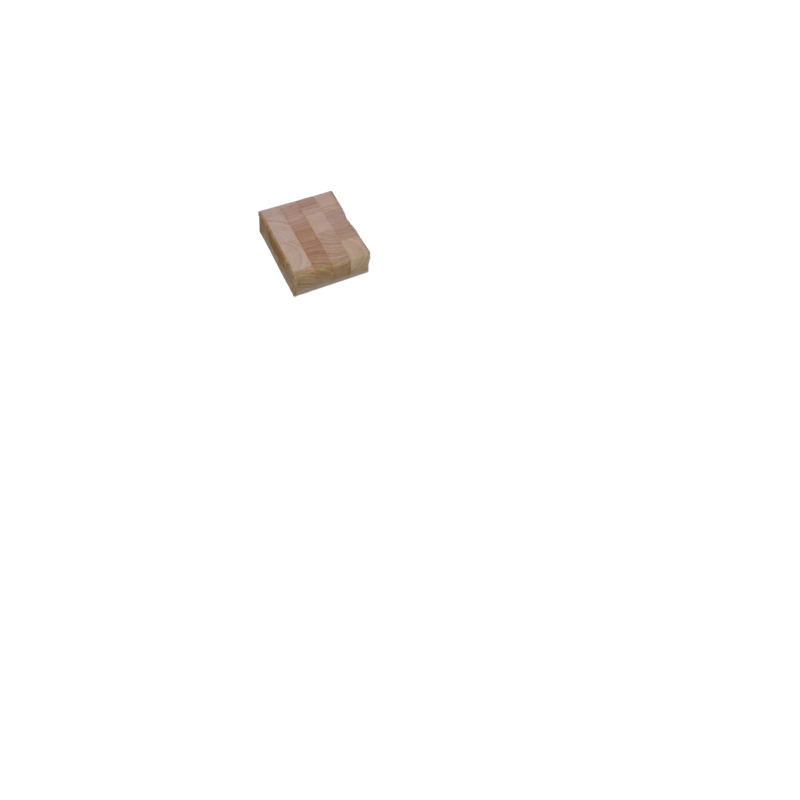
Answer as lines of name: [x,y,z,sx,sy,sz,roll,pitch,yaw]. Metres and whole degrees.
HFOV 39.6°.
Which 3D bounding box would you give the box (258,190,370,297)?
box: [-0.077,-0.141,0.988,0.072,0.096,0.028,-18,-37,-15]
